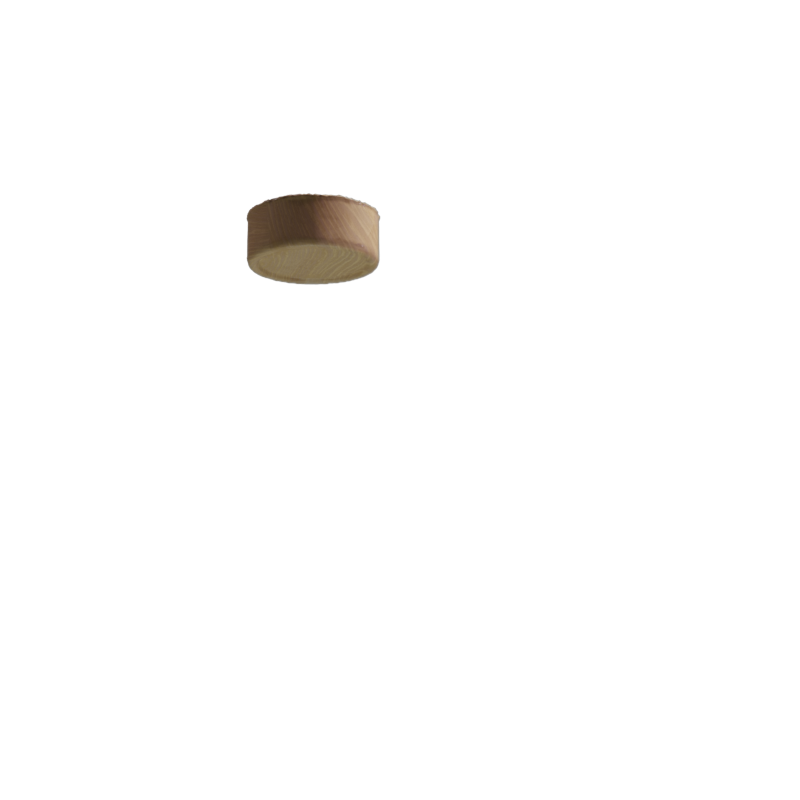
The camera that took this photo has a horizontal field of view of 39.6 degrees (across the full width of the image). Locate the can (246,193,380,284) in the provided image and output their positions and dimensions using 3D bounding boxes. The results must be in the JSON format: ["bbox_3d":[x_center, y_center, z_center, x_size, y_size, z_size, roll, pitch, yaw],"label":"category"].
[{"bbox_3d":[-0.055,-0.101,0.708,0.086,0.035,0.083,0,-12,-2],"label":"can"}]
